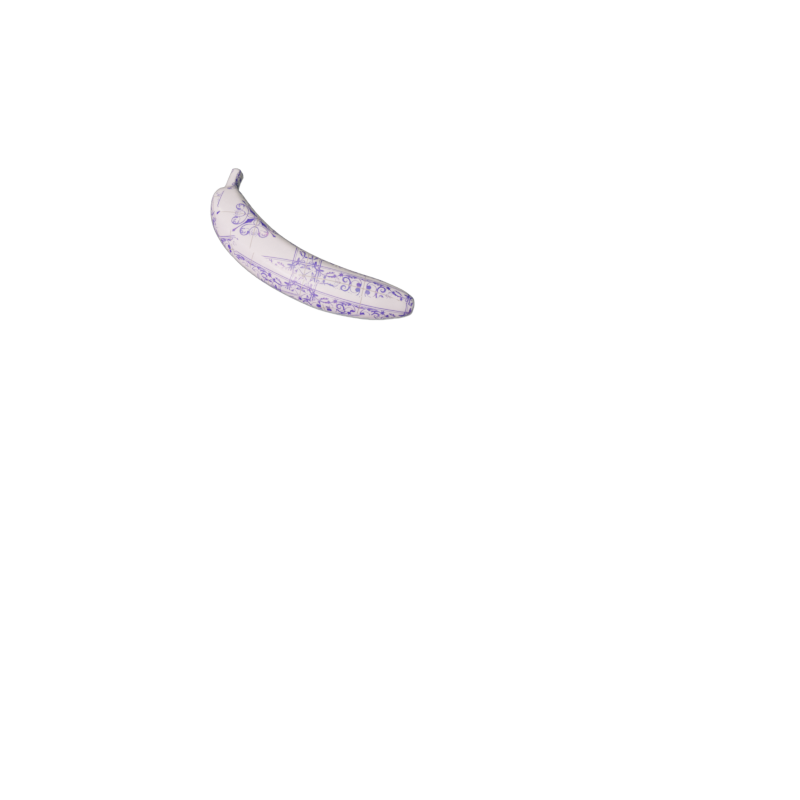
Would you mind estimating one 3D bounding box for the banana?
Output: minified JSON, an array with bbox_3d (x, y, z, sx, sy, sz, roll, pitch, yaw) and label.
[{"bbox_3d":[-0.082,-0.112,0.848,0.208,0.070,0.034,39,-25,22],"label":"banana"}]
